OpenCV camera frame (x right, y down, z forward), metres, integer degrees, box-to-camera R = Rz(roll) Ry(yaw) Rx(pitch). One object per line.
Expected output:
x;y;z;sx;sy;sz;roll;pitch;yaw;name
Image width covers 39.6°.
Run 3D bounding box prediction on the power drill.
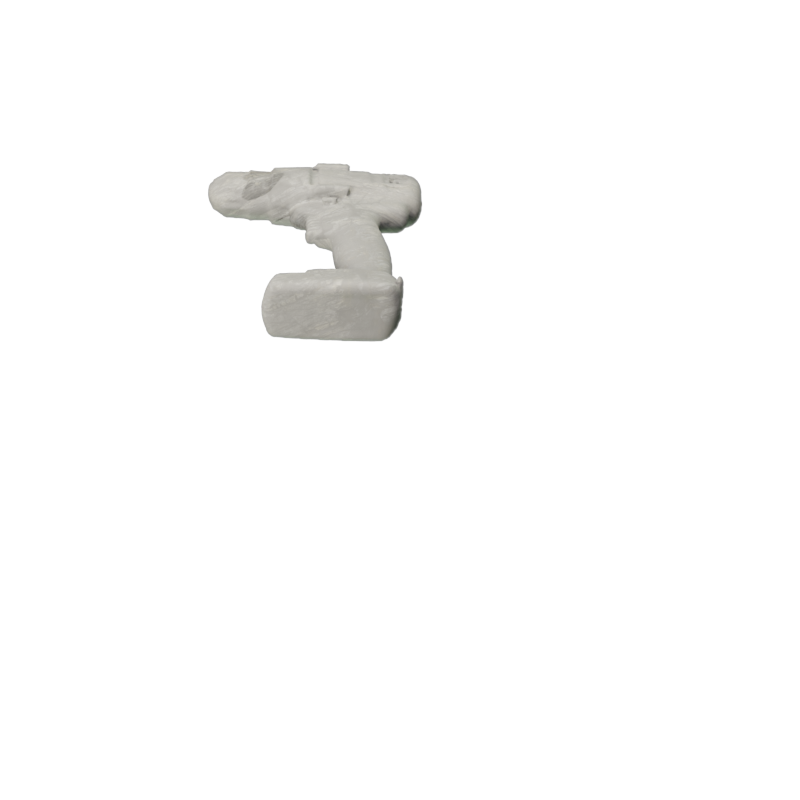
-0.071;-0.129;0.902;0.184;0.053;0.201;0;41;-1;power drill
